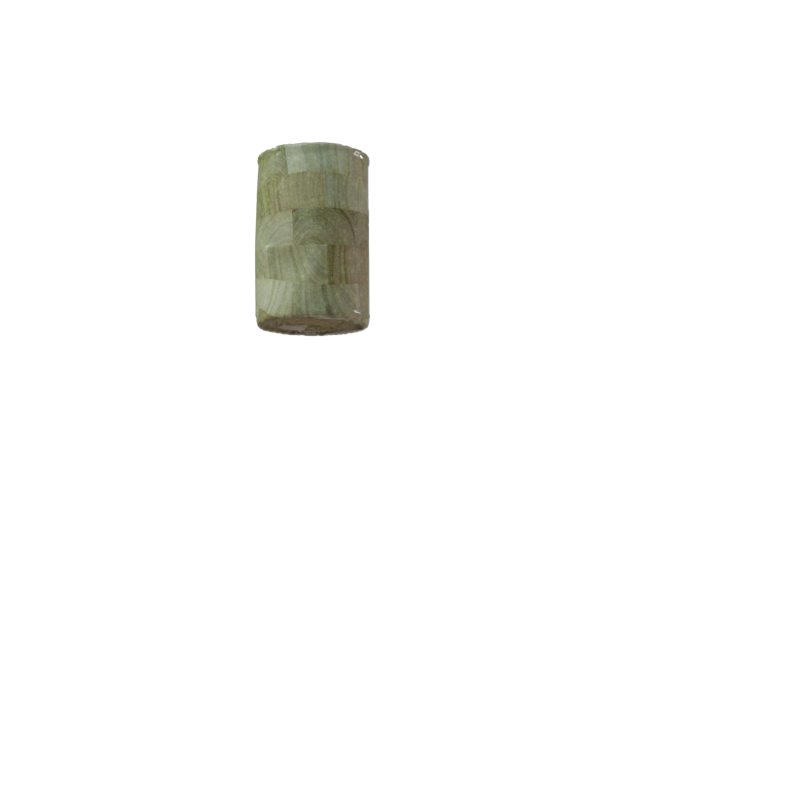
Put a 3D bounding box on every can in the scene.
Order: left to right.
[{"bbox_3d":[-0.051,-0.093,0.655,0.068,0.106,0.067,0,-12,-2],"label":"can"}]
